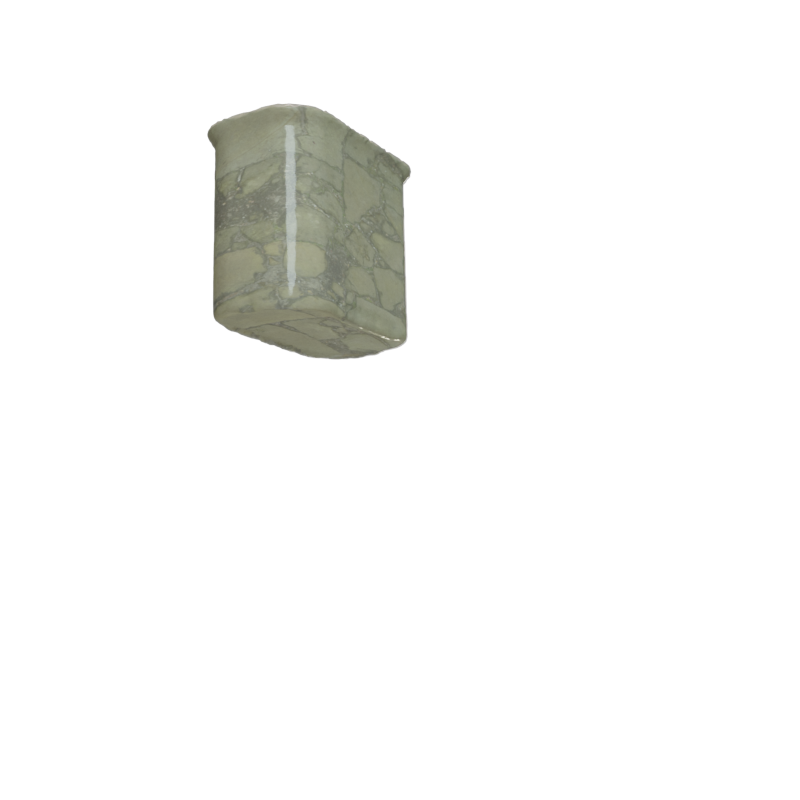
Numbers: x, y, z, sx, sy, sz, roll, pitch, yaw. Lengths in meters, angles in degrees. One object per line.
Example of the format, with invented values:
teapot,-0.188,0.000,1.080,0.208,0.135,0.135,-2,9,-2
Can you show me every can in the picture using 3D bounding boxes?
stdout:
can,-0.037,-0.068,0.476,0.059,0.087,0.096,-10,-16,29
